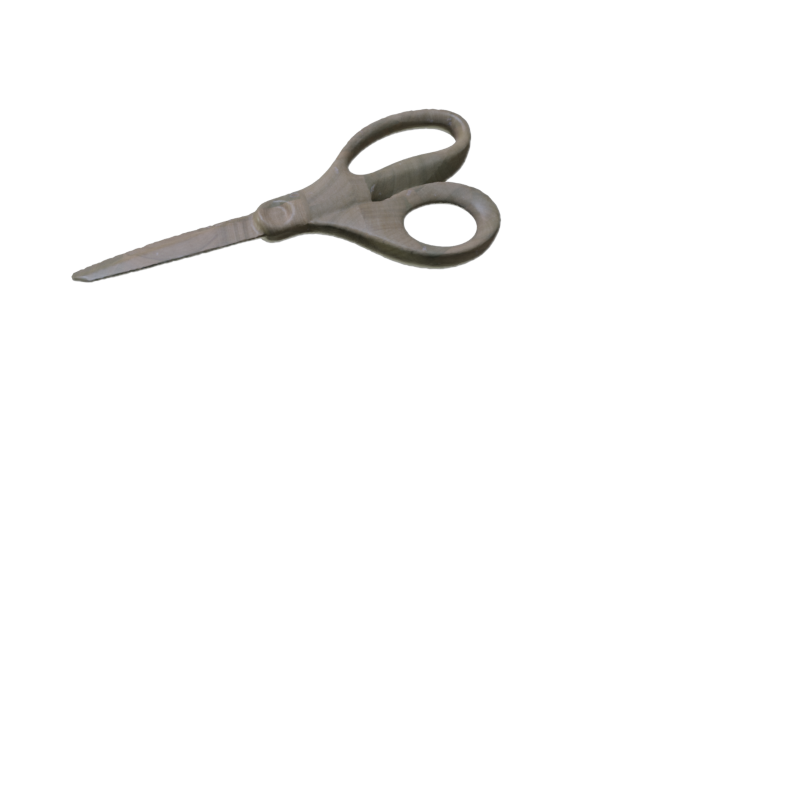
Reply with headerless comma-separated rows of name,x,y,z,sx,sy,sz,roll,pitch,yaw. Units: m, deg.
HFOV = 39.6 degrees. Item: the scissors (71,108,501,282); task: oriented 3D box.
scissors,-0.040,-0.073,0.511,0.202,0.102,0.015,-33,-26,-19
